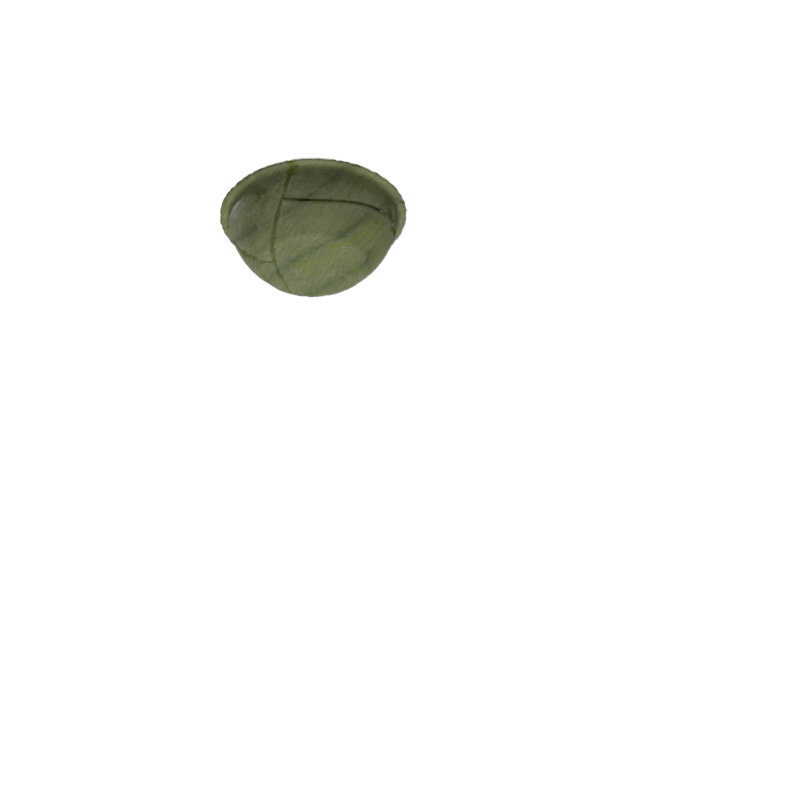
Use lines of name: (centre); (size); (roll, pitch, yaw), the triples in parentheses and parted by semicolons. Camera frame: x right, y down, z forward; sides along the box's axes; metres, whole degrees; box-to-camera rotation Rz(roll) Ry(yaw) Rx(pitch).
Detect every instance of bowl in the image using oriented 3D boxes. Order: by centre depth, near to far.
bowl: (-0.074, -0.135, 0.946); (0.162, 0.059, 0.152); (1, -31, -2)
